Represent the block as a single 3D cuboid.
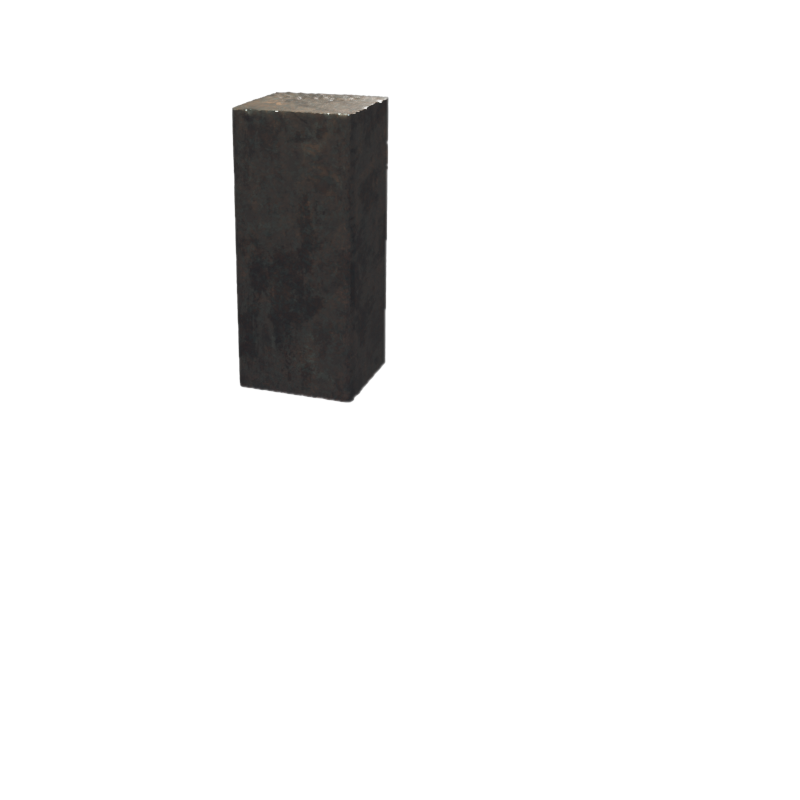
[{"bbox_3d":[-0.064,-0.115,0.810,0.093,0.198,0.091,7,18,17],"label":"block"}]
